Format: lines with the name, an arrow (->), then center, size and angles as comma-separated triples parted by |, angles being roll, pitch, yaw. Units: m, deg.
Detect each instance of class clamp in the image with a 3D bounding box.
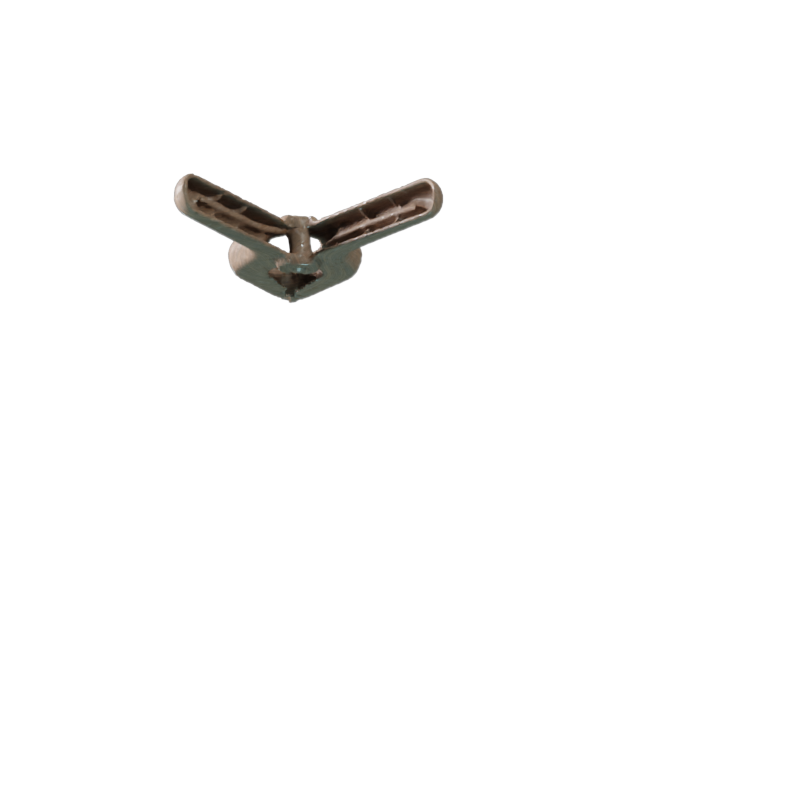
clamp -> -0.059, -0.108, 0.759 | 0.164, 0.038, 0.202 | 0, -12, -1
